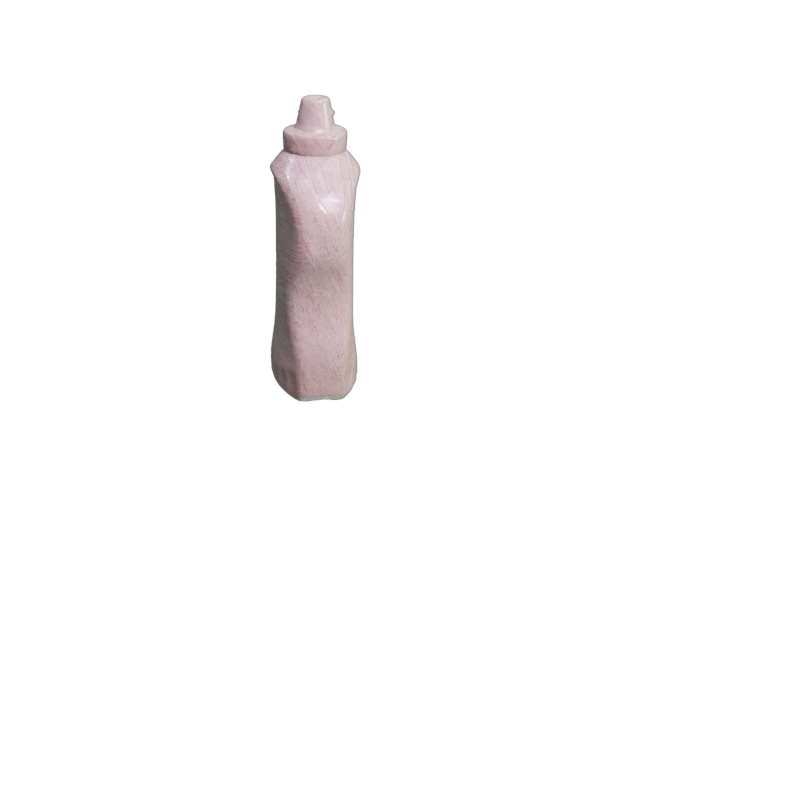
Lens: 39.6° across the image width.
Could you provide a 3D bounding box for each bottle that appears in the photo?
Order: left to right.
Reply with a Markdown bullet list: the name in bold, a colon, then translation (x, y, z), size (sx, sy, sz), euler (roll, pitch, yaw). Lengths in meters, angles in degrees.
- **bottle**: translation (-0.056, -0.104, 0.725), size (0.058, 0.183, 0.101), euler (-2, 22, -8)
